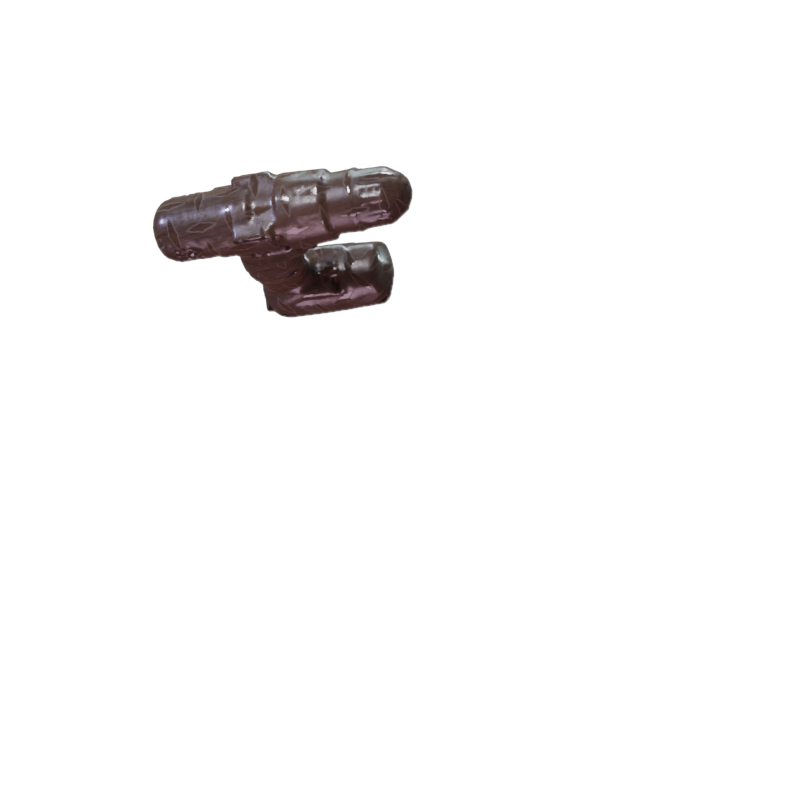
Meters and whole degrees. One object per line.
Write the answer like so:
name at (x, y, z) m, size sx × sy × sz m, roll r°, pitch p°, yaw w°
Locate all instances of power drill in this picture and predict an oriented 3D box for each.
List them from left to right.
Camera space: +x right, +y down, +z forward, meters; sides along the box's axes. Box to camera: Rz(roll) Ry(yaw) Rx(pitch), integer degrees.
power drill at (-0.064, -0.117, 0.819) m, size 0.188 × 0.060 × 0.177 m, roll -4°, pitch -15°, yaw 17°
